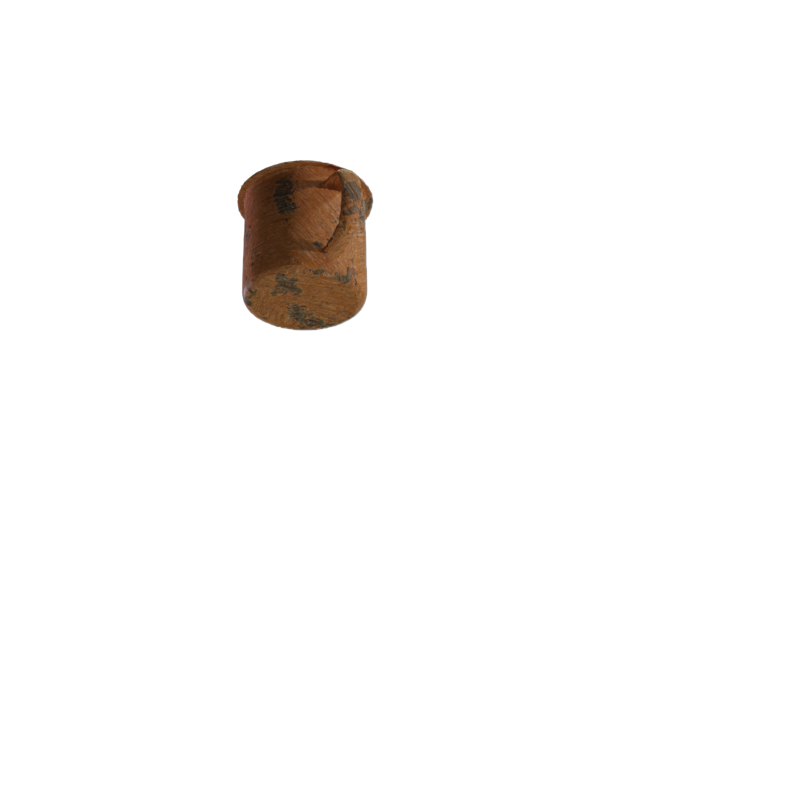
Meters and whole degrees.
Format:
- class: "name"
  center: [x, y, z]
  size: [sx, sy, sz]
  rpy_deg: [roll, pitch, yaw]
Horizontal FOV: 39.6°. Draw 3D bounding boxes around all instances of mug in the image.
- class: "mug"
  center: [-0.057, -0.104, 0.727]
  size: [0.089, 0.087, 0.115]
  rpy_deg: [16, -34, -27]
